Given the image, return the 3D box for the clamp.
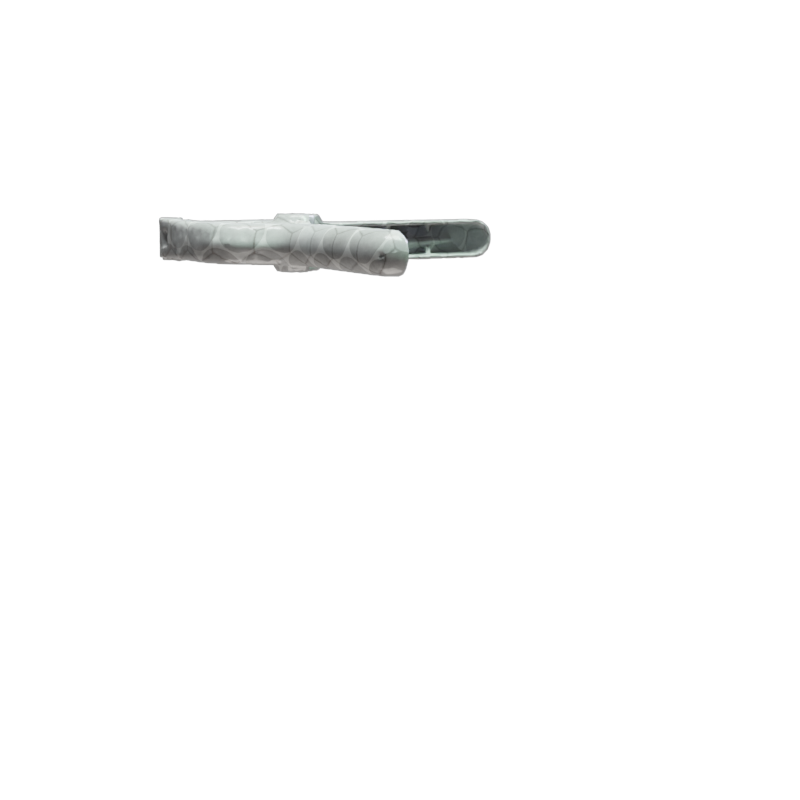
[{"bbox_3d":[-0.055,-0.100,0.698,0.218,0.036,0.161,6,12,30],"label":"clamp"}]
